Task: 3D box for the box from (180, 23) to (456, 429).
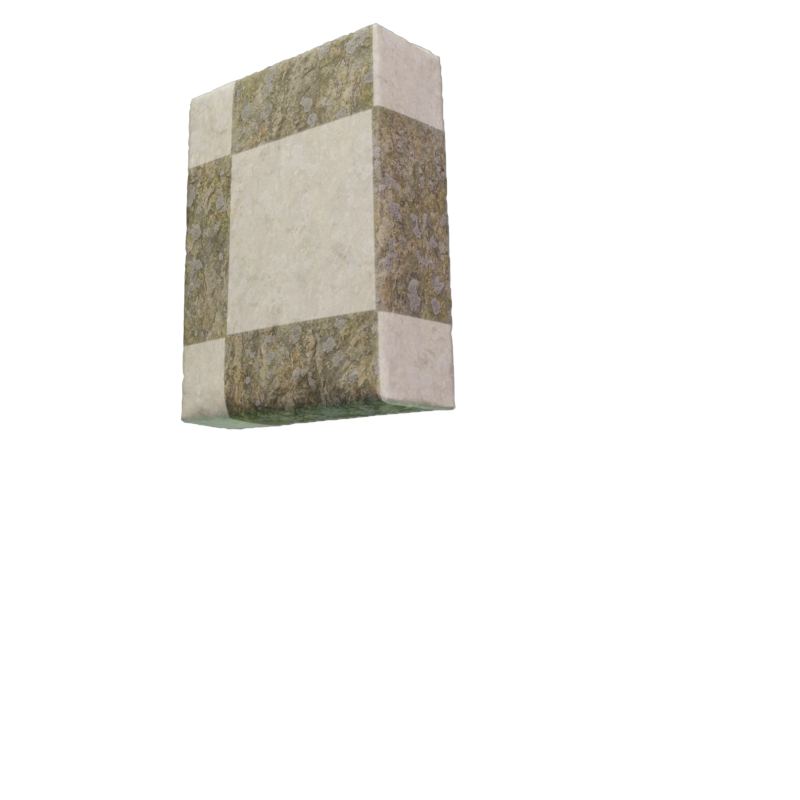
[{"bbox_3d":[-0.052,-0.095,0.668,0.168,0.221,0.068,-11,-17,39],"label":"box"}]
